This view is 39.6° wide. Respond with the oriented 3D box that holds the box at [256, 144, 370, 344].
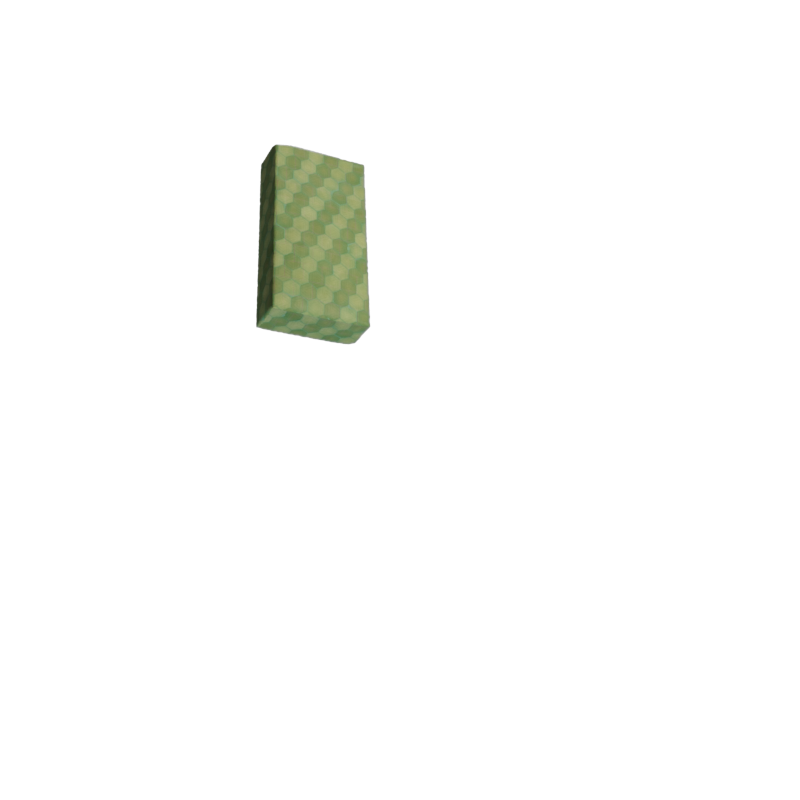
[{"bbox_3d":[-0.077,-0.141,0.986,0.090,0.188,0.047,10,-32,-21],"label":"box"}]
